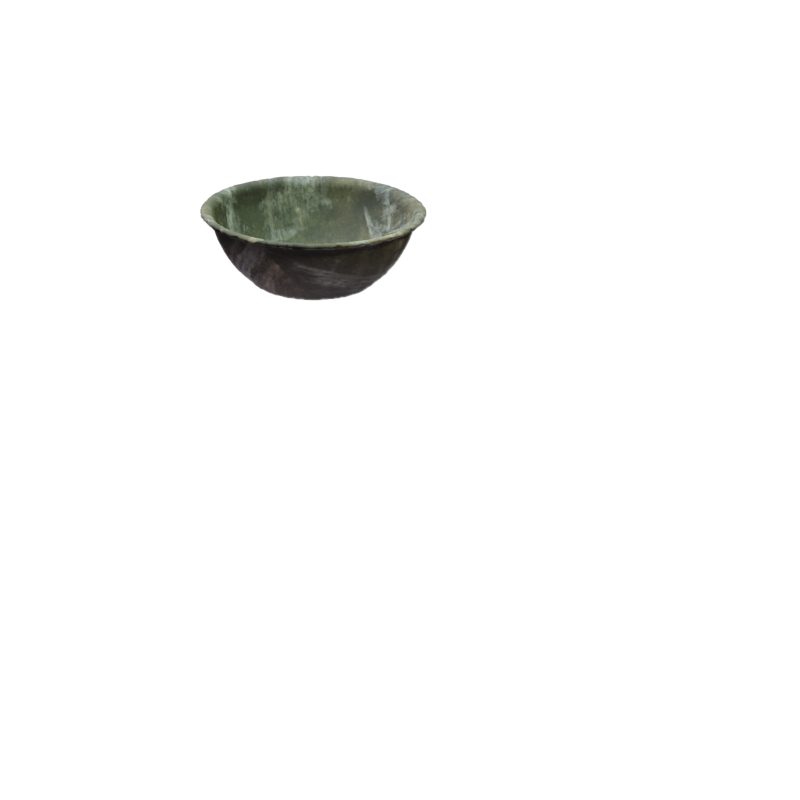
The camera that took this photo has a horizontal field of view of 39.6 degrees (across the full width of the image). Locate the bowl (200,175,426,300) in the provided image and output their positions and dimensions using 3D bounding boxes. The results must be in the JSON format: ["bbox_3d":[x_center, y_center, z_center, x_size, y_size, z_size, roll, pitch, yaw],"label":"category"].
[{"bbox_3d":[-0.063,-0.115,0.804,0.162,0.052,0.171,-1,26,-2],"label":"bowl"}]
